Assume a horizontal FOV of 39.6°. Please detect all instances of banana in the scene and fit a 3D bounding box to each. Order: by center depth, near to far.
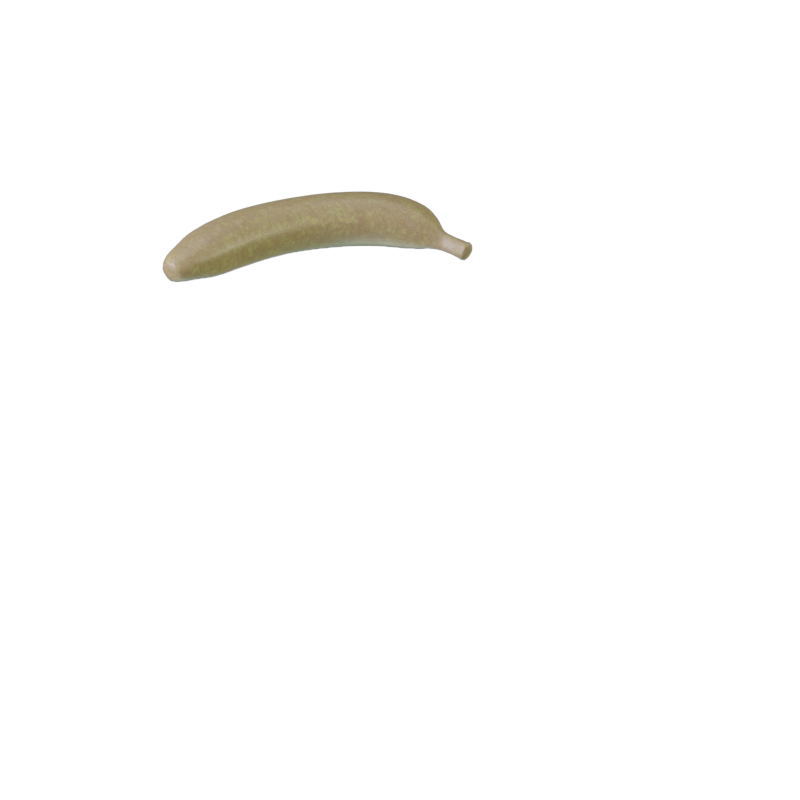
[{"bbox_3d":[-0.057,-0.107,0.705,0.194,0.035,0.074,-8,27,-16],"label":"banana"}]
